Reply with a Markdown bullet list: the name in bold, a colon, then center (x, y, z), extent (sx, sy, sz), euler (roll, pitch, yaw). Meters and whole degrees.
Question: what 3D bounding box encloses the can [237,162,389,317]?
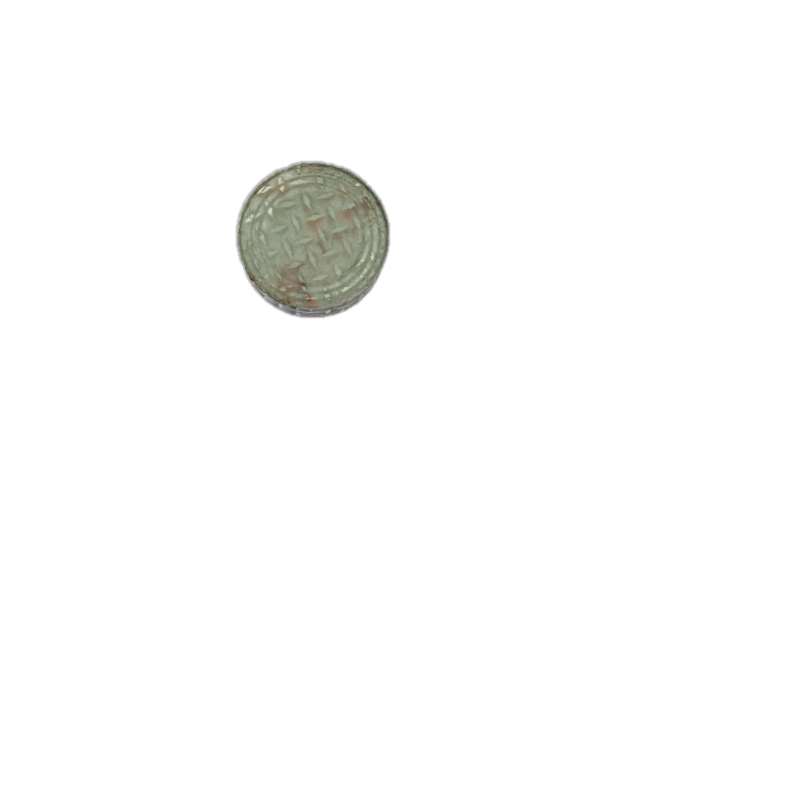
- **can**: center (-0.050, -0.091, 0.636), extent (0.086, 0.089, 0.033), euler (0, -13, -1)
